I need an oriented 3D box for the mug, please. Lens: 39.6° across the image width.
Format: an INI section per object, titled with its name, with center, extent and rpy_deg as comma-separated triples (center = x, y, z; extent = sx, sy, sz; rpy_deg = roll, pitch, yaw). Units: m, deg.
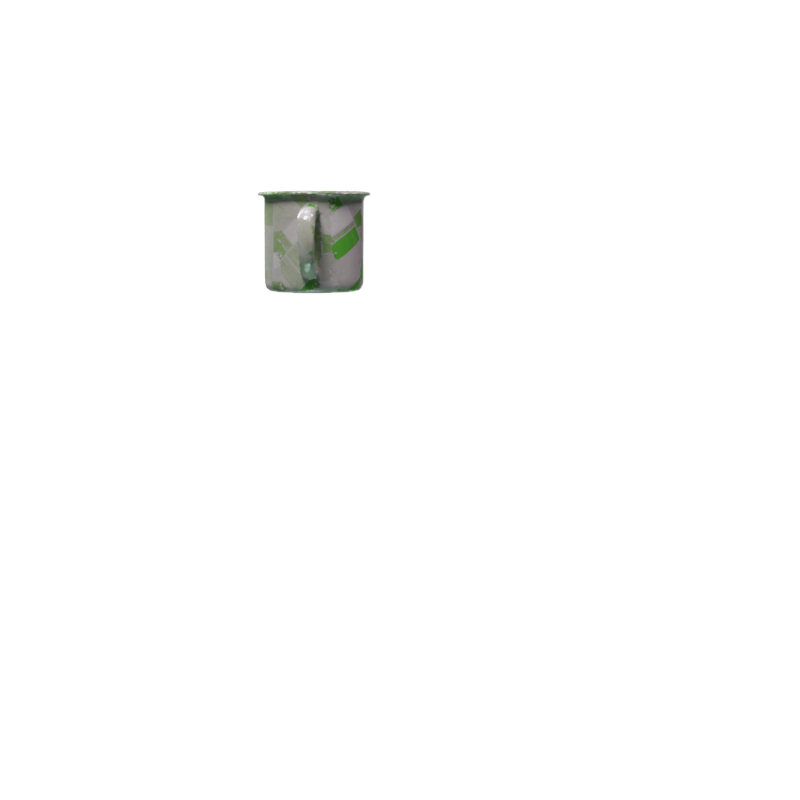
[mug]
center = -0.071, -0.129, 0.906
extent = 0.093, 0.081, 0.118
rpy_deg = 0, 6, 0
